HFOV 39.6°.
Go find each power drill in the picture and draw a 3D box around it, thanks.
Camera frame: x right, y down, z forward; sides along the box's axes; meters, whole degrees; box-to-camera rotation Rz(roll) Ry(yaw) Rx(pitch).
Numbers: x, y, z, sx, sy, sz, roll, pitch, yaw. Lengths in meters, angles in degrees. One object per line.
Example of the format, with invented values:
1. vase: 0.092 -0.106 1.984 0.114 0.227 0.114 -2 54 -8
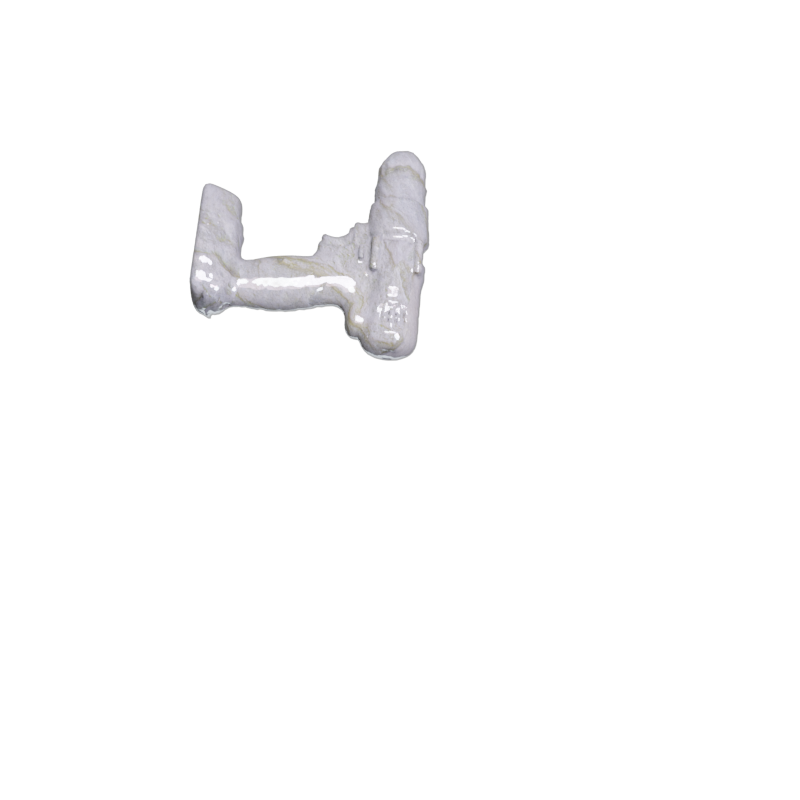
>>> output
1. power drill: -0.070 -0.128 0.900 0.188 0.195 0.054 4 -27 2
